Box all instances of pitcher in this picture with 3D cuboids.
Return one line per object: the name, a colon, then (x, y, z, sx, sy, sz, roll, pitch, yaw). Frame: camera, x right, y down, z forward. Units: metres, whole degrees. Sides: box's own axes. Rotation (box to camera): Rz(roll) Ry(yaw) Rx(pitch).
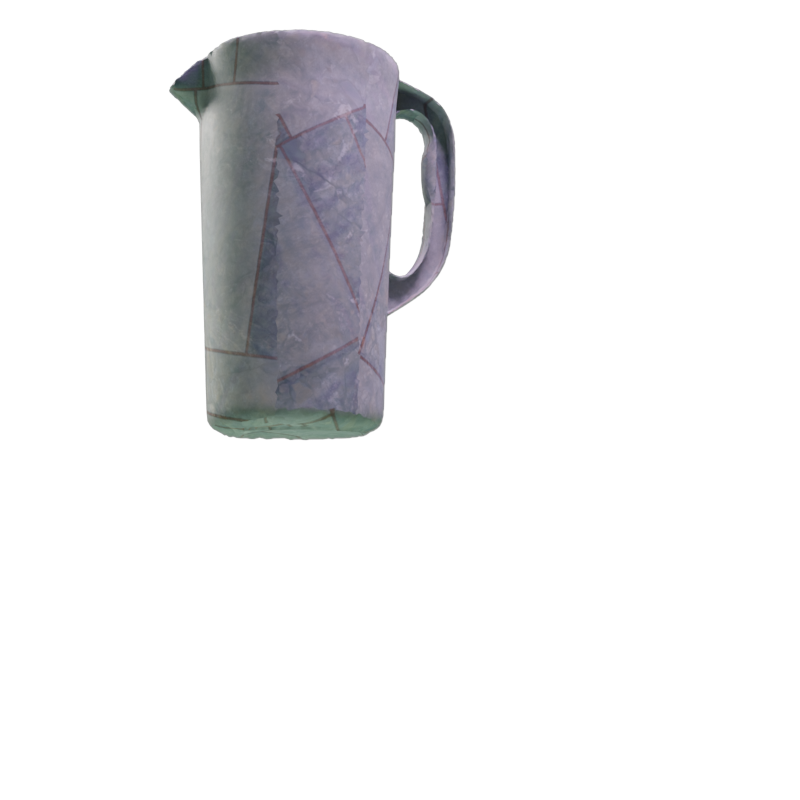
pitcher: (-0.055, -0.100, 0.703, 0.153, 0.251, 0.137, -7, -13, 27)
